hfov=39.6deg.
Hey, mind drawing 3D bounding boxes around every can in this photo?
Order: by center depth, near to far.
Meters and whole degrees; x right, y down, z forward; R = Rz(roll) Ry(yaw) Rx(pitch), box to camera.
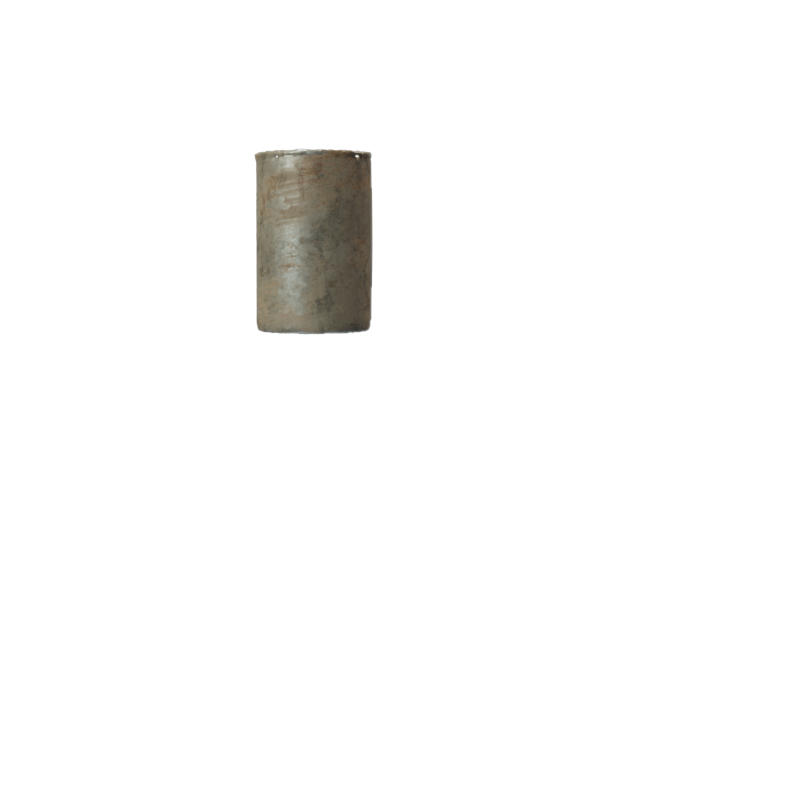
[{"bbox_3d":[-0.050,-0.092,0.641,0.068,0.102,0.069,0,2,-2],"label":"can"}]
